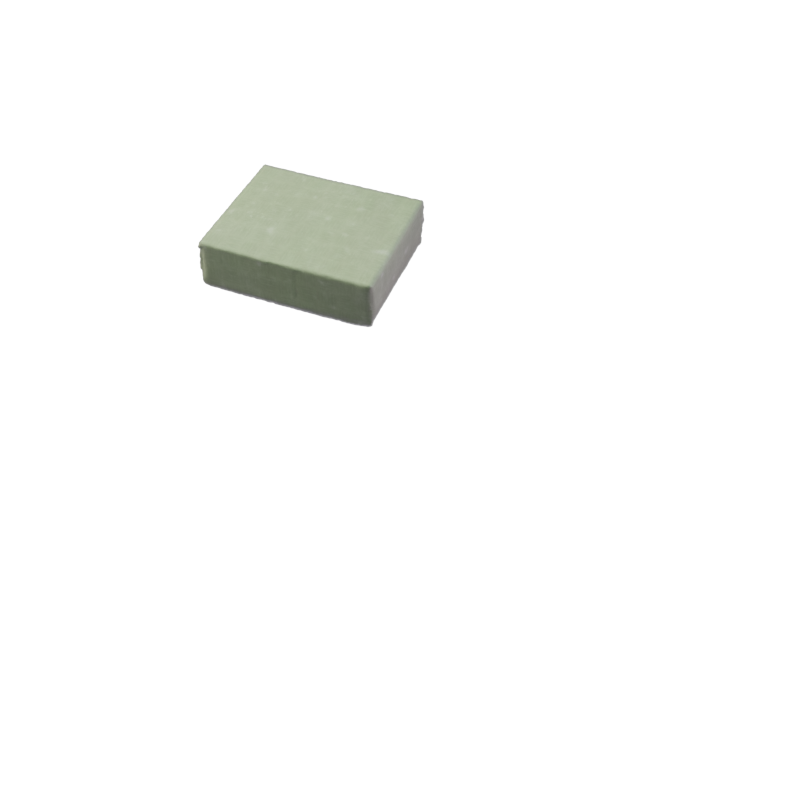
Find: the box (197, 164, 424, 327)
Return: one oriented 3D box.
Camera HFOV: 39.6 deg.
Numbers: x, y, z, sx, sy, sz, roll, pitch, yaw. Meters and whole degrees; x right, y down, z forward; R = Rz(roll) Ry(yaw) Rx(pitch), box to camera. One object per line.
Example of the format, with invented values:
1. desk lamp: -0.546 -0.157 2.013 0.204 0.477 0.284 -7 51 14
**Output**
1. box: -0.053 -0.096 0.676 0.117 0.036 0.093 16 46 16
